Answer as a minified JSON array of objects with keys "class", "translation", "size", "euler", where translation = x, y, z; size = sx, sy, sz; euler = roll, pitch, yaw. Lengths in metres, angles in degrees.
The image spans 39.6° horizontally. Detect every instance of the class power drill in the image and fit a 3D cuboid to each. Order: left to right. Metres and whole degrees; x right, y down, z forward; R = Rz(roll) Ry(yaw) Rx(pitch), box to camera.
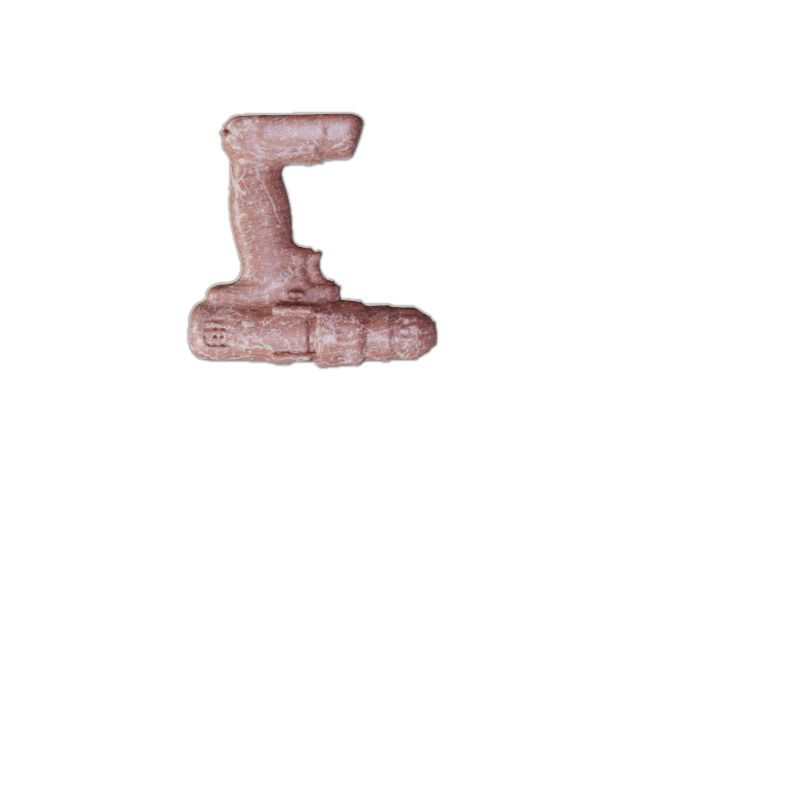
[{"class":"power drill","translation":[-0.065,-0.118,0.825],"size":[0.184,0.189,0.057],"euler":[0,-3,0]}]
